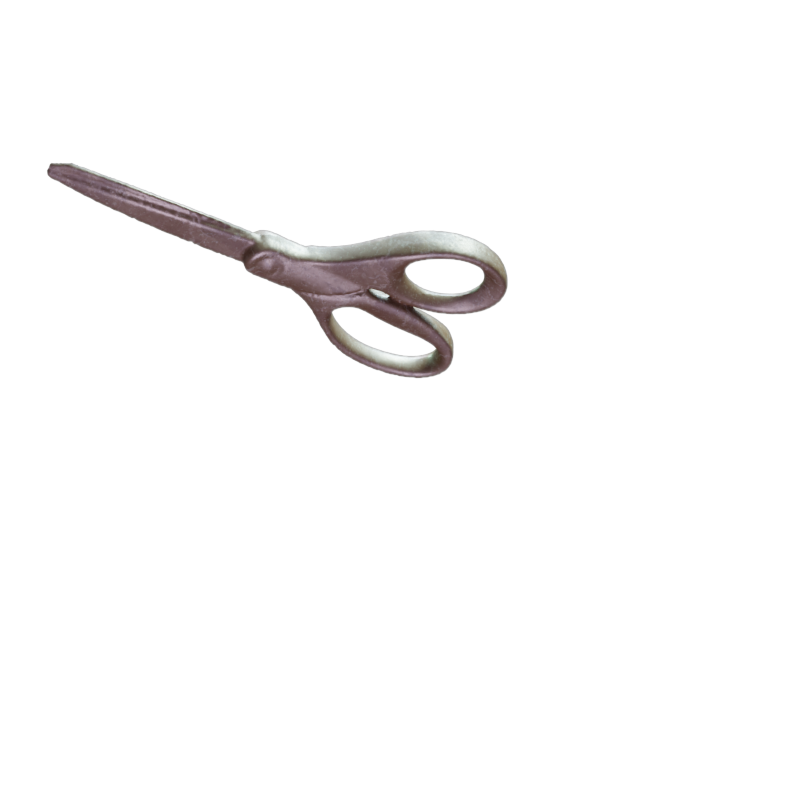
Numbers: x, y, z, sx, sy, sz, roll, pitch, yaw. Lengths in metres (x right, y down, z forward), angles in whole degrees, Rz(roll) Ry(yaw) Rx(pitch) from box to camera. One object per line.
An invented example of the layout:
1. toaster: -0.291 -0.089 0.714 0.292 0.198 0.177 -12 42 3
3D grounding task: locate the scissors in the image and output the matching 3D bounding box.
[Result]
1. scissors: -0.036 -0.065 0.459 0.096 0.017 0.189 -31 -48 32
